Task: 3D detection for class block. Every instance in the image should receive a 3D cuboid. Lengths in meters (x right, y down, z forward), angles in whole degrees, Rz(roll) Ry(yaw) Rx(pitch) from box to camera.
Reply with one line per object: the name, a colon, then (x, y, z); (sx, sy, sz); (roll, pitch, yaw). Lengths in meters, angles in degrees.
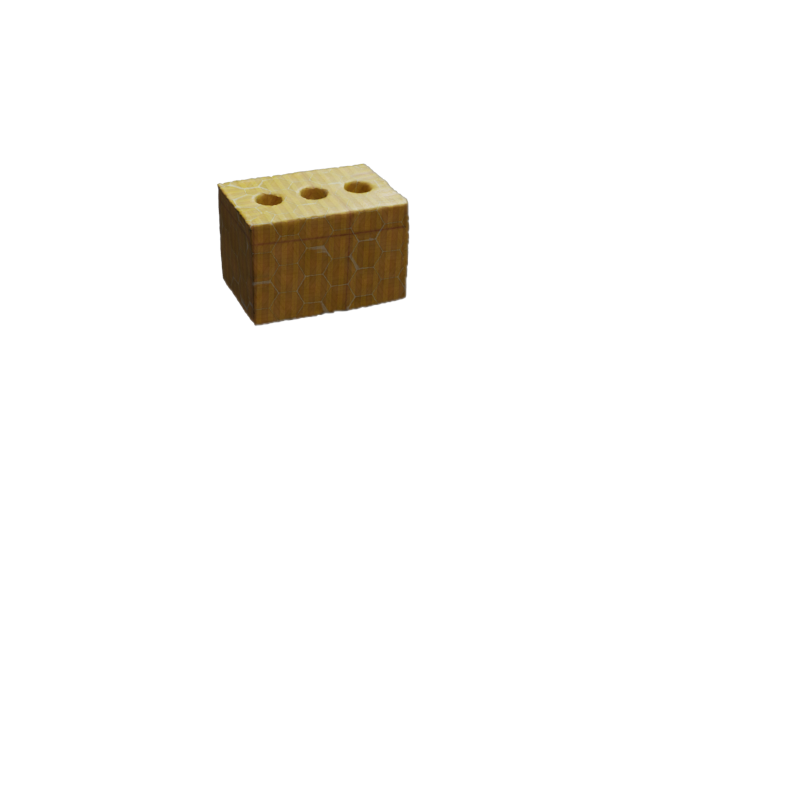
block: (-0.041, -0.074, 0.518); (0.077, 0.048, 0.057); (-11, 31, -20)
